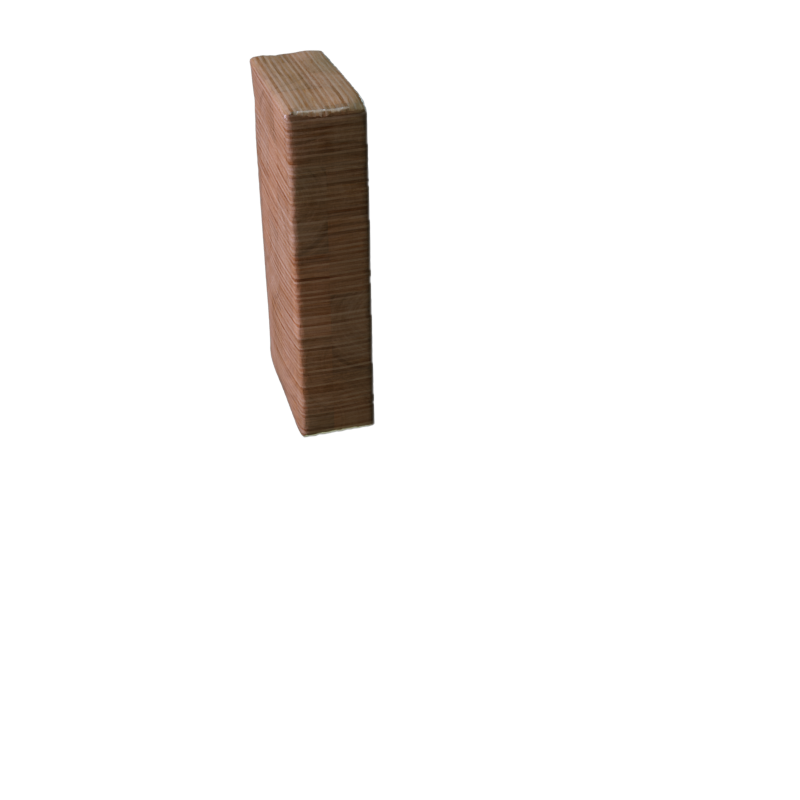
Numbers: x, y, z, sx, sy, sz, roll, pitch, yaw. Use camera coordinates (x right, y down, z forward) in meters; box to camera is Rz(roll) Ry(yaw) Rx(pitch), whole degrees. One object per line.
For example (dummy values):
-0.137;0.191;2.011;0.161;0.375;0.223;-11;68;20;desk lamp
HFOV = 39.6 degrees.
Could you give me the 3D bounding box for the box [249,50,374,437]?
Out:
-0.044;-0.081;0.569;0.047;0.166;0.100;-6;30;-15;box
